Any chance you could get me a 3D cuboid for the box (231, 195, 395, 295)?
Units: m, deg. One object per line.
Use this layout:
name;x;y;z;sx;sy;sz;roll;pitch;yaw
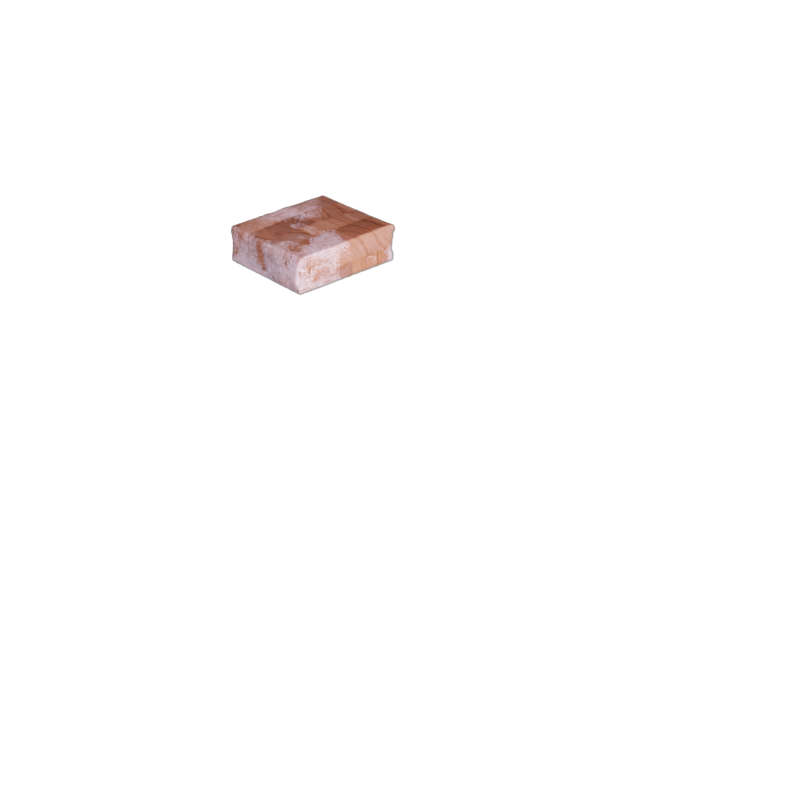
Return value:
box;-0.059;-0.109;0.761;0.088;0.028;0.078;-25;39;-37
